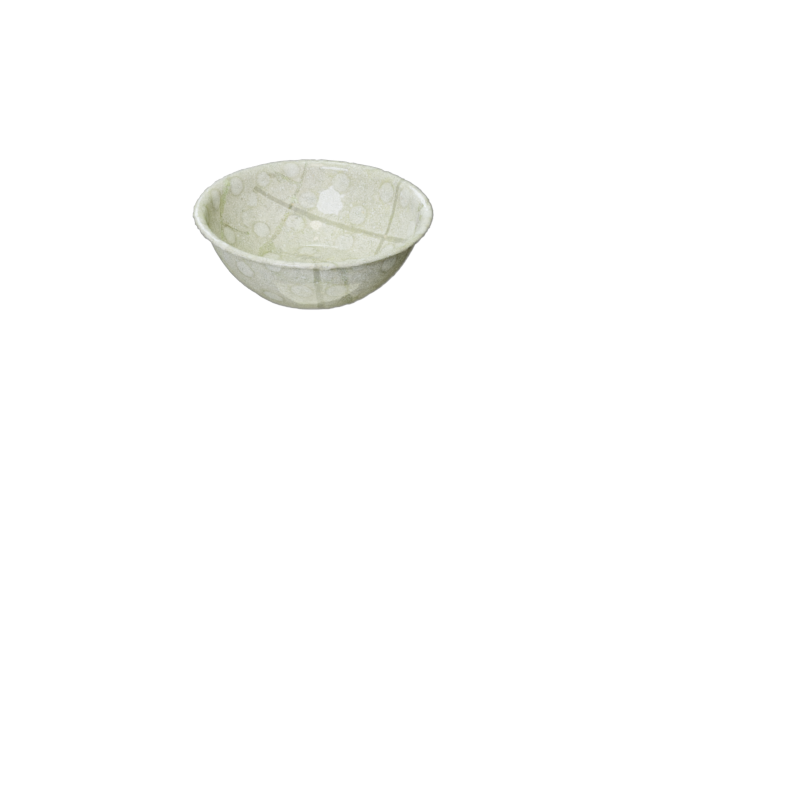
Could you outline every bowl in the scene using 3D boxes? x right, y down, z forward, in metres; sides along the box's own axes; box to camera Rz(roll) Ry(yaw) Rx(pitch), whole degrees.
[{"bbox_3d":[-0.059,-0.108,0.758,0.162,0.052,0.173,-1,33,-2],"label":"bowl"}]
